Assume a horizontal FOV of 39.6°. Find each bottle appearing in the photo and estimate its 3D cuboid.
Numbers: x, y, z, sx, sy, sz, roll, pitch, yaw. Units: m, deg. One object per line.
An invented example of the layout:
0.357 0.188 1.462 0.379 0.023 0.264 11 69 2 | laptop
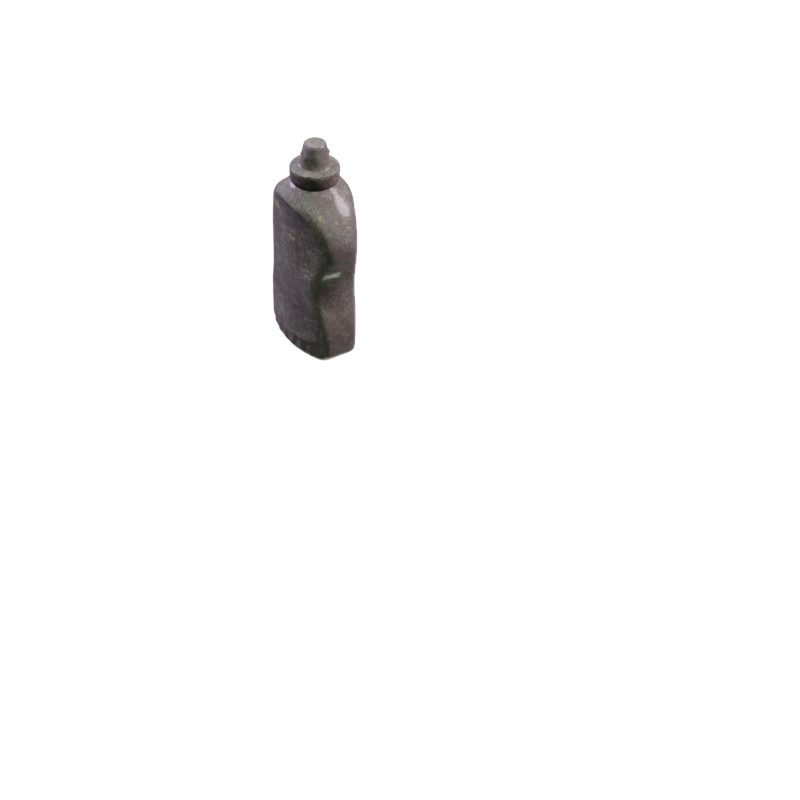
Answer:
-0.072 -0.133 0.931 0.058 0.179 0.104 -17 43 -24 | bottle
